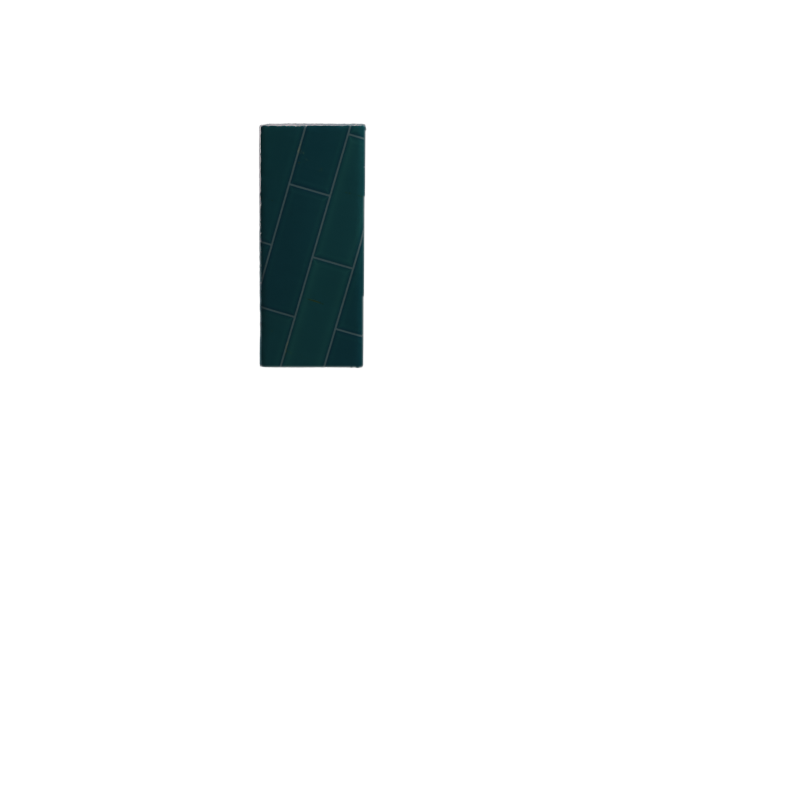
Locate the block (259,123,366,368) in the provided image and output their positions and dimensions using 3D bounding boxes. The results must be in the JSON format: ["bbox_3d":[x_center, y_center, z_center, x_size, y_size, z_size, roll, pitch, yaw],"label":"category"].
[{"bbox_3d":[-0.076,-0.139,0.973,0.090,0.203,0.092,0,8,0],"label":"block"}]
